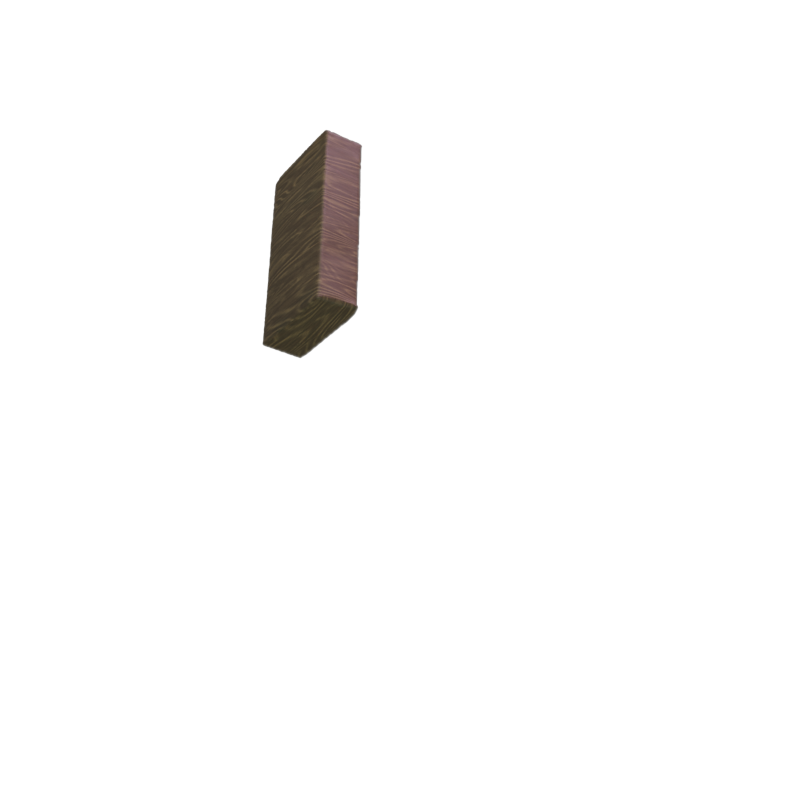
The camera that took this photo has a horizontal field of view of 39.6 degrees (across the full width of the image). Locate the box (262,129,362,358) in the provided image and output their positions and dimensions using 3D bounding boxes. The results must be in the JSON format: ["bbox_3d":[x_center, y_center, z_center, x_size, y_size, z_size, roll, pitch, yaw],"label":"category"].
[{"bbox_3d":[-0.075,-0.136,0.950,0.046,0.188,0.092,19,-38,-30],"label":"box"}]
